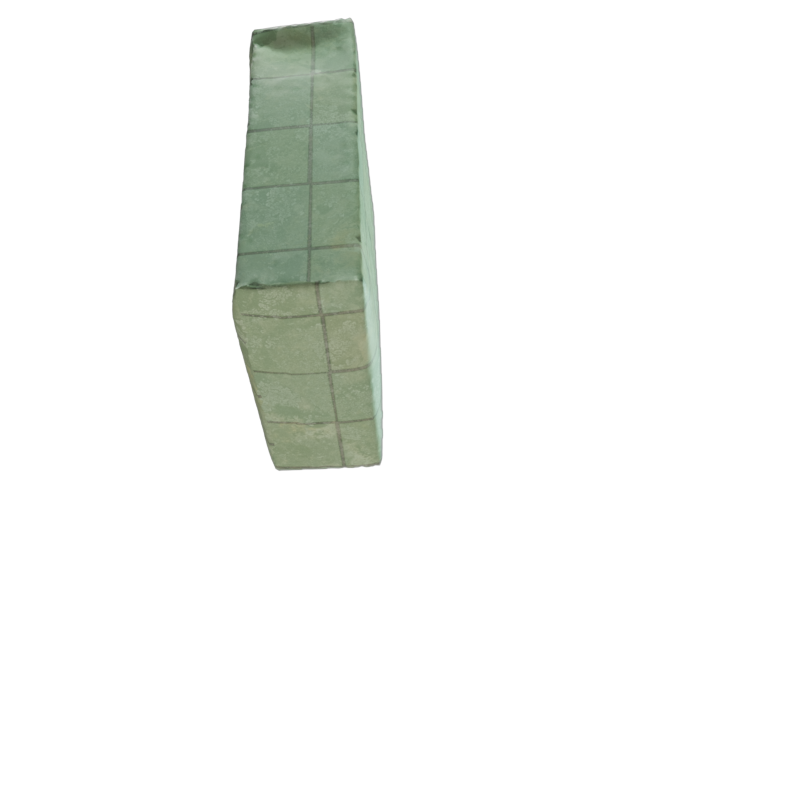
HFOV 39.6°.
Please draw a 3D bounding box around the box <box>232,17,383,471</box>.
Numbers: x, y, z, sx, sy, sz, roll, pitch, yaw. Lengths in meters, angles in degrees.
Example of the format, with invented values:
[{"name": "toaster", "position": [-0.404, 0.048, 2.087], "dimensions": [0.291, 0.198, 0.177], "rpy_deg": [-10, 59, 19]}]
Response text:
[{"name": "box", "position": [-0.051, -0.093, 0.652], "dimensions": [0.072, 0.229, 0.152], "rpy_deg": [-4, -39, 1]}]
